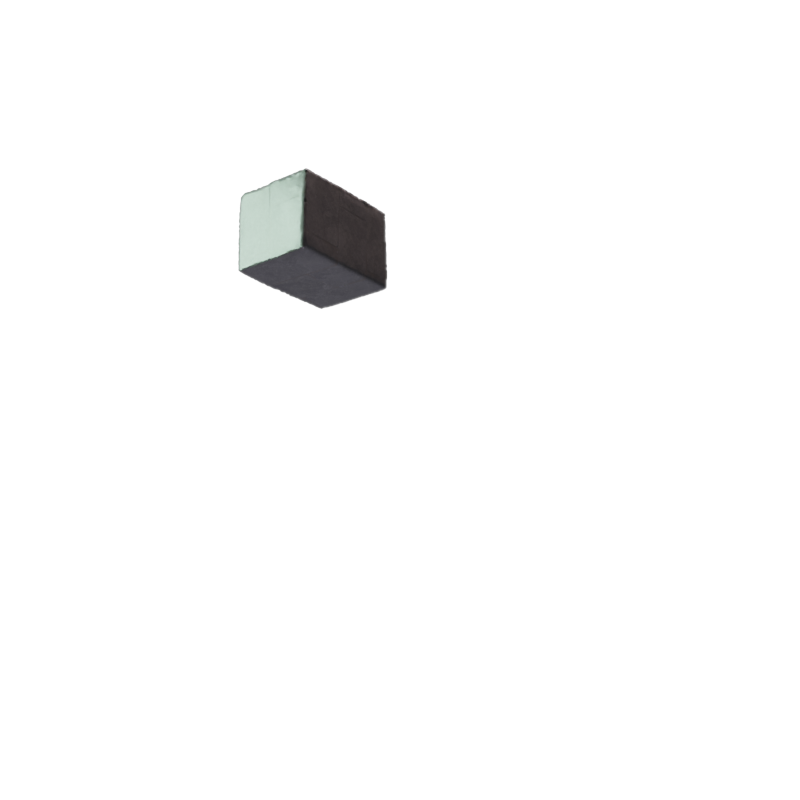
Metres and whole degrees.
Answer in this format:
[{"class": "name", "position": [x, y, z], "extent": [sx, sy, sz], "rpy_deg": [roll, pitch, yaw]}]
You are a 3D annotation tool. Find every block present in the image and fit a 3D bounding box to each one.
[{"class": "block", "position": [-0.051, -0.094, 0.655], "extent": [0.053, 0.054, 0.073], "rpy_deg": [-17, -26, 35]}]
